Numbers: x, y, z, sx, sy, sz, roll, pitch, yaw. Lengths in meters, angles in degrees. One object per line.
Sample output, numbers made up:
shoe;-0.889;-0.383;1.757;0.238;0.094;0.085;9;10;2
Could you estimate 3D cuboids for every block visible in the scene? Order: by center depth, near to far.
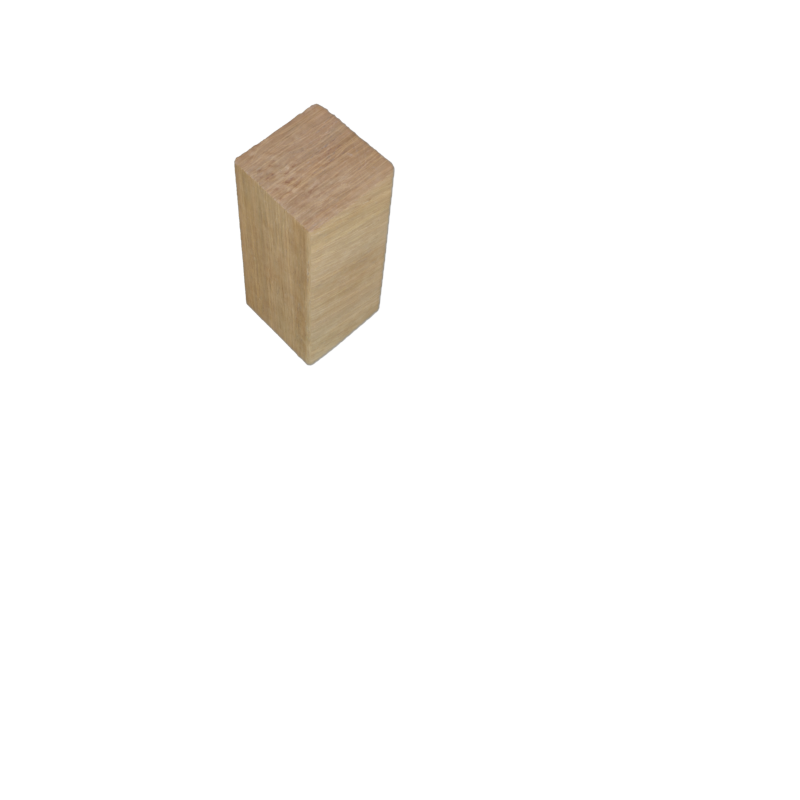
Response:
block;-0.071;-0.130;0.911;0.091;0.096;0.194;-39;-20;-22
